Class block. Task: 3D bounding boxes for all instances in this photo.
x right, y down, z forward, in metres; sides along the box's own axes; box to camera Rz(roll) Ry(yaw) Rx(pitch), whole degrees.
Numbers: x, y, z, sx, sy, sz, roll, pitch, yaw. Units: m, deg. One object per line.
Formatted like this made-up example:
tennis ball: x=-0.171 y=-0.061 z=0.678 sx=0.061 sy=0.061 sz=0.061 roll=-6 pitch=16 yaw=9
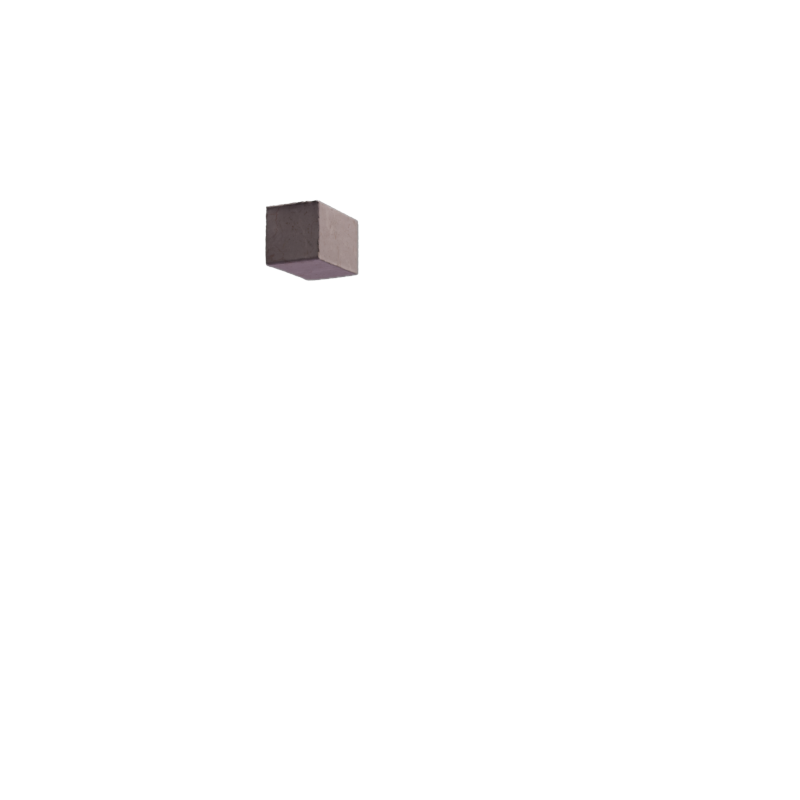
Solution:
block: x=-0.074 y=-0.136 z=0.949 sx=0.054 sy=0.053 sz=0.074 roll=-5 pitch=-9 yaw=24
